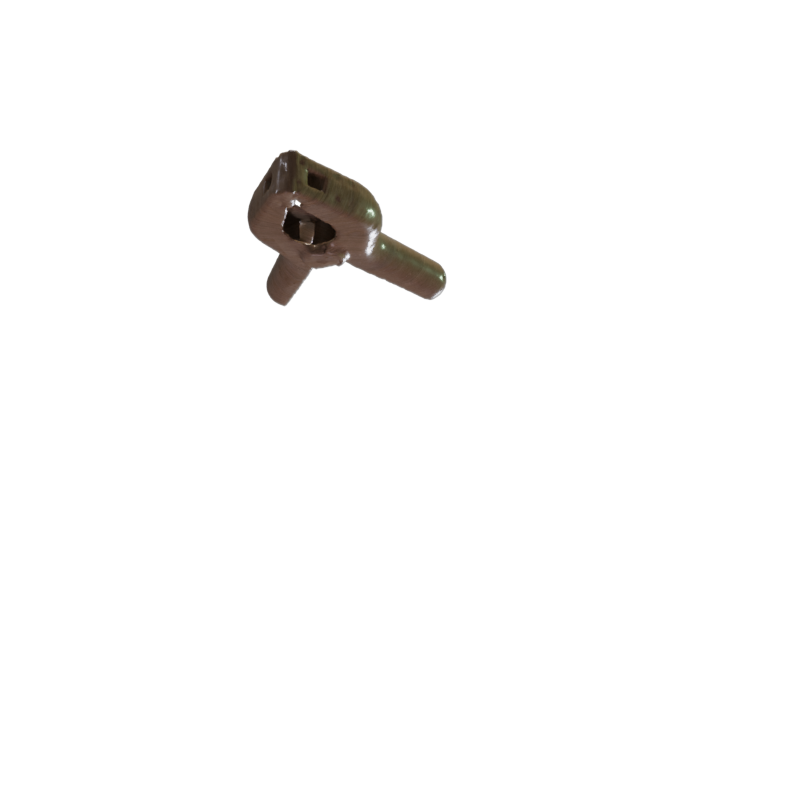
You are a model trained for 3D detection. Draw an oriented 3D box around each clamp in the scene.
[{"bbox_3d":[-0.053,-0.097,0.681,0.122,0.042,0.159,-10,-26,21],"label":"clamp"}]
